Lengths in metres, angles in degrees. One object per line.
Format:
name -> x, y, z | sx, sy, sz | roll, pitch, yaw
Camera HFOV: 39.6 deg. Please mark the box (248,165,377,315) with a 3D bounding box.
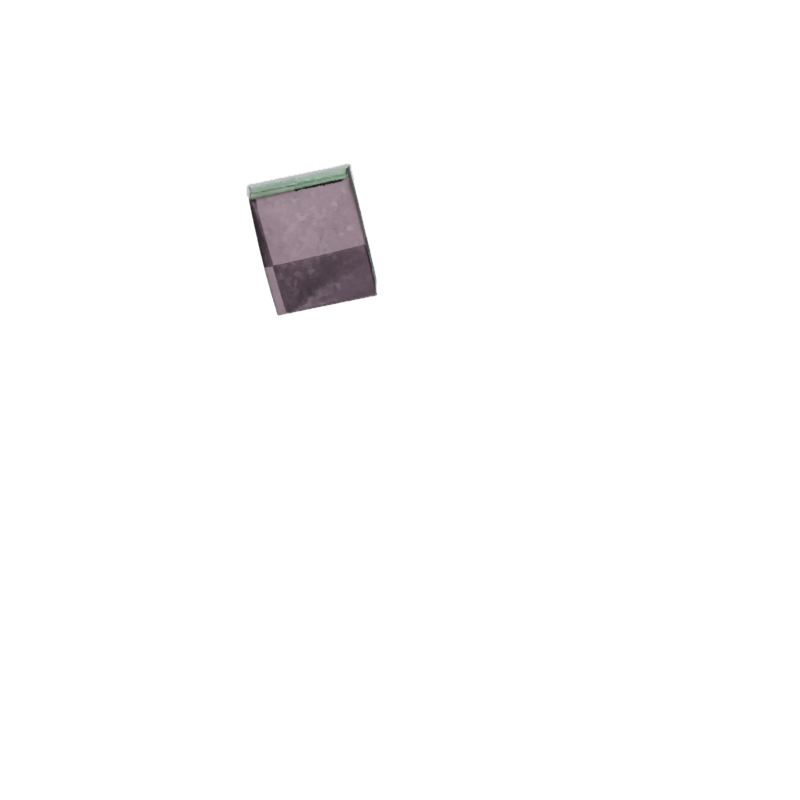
box -> -0.074, -0.134, 0.941 | 0.090, 0.107, 0.041 | -11, 25, 5
